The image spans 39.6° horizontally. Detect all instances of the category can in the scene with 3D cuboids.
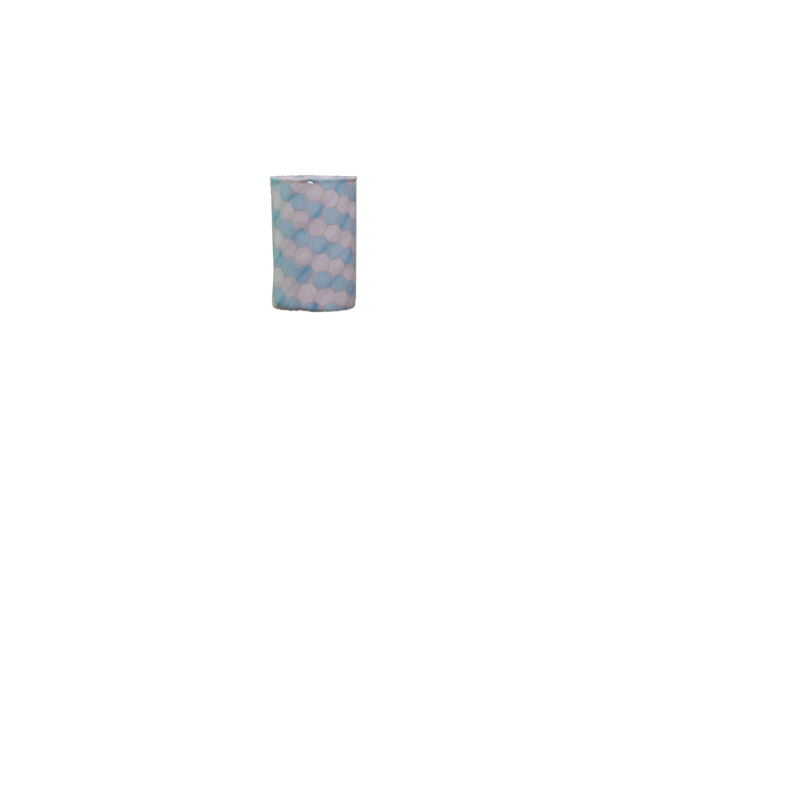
[{"bbox_3d":[-0.068,-0.123,0.862,0.068,0.101,0.070,0,7,-2],"label":"can"}]
